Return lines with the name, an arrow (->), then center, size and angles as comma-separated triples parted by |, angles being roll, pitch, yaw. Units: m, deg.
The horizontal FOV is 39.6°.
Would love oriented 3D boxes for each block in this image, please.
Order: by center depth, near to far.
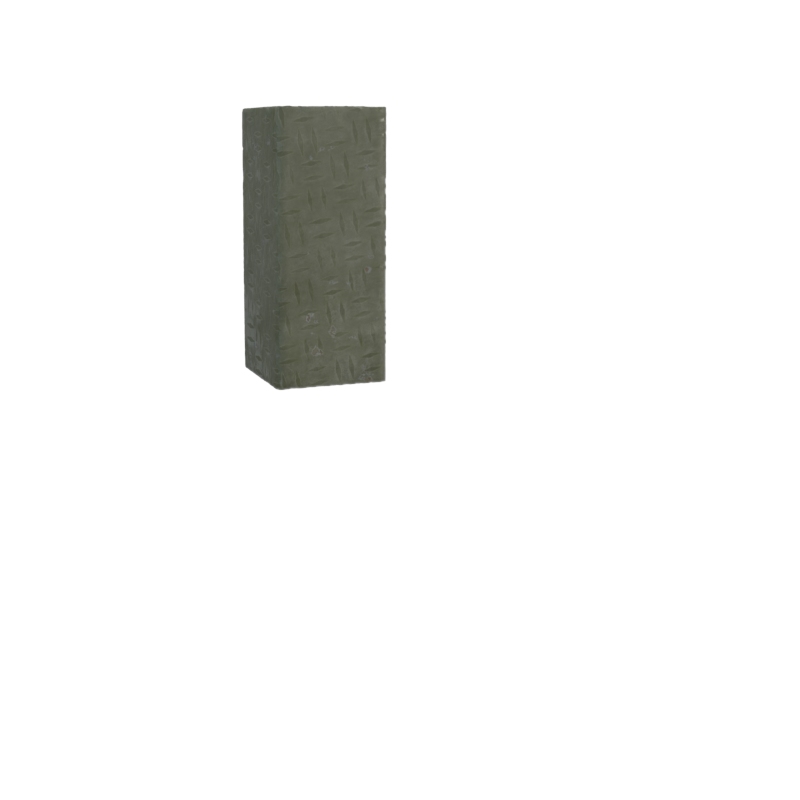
block -> -0.067, -0.122, 0.853 | 0.088, 0.203, 0.094 | -3, 8, -22
